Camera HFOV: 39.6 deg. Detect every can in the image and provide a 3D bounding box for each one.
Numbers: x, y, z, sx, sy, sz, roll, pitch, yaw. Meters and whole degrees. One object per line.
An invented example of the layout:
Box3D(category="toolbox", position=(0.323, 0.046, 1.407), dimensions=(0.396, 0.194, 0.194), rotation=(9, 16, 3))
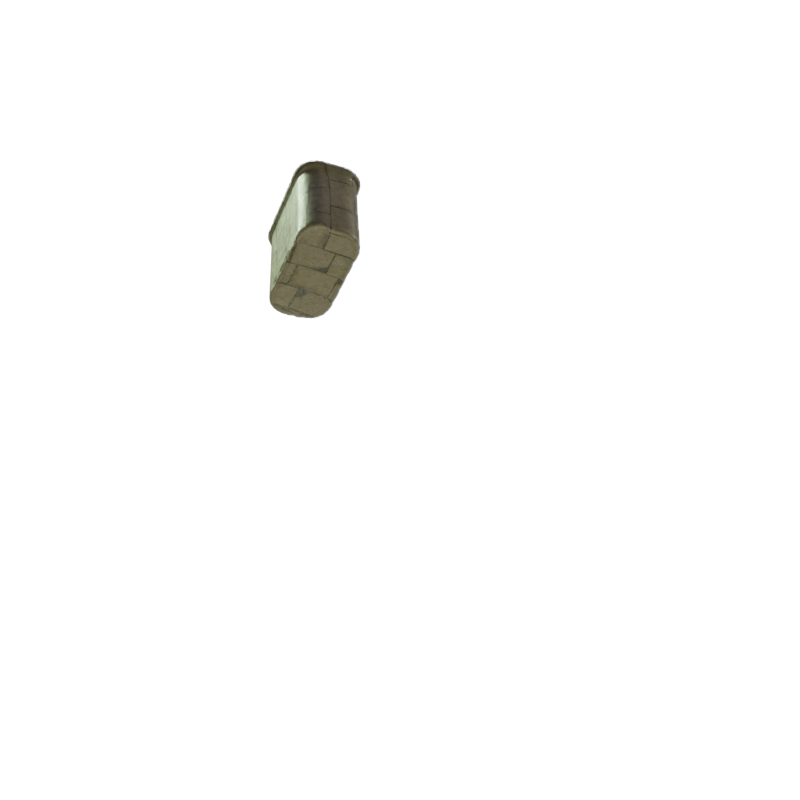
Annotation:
Box3D(category="can", position=(-0.071, -0.129, 0.902), dimensions=(0.056, 0.090, 0.097), rotation=(15, -49, -17))
